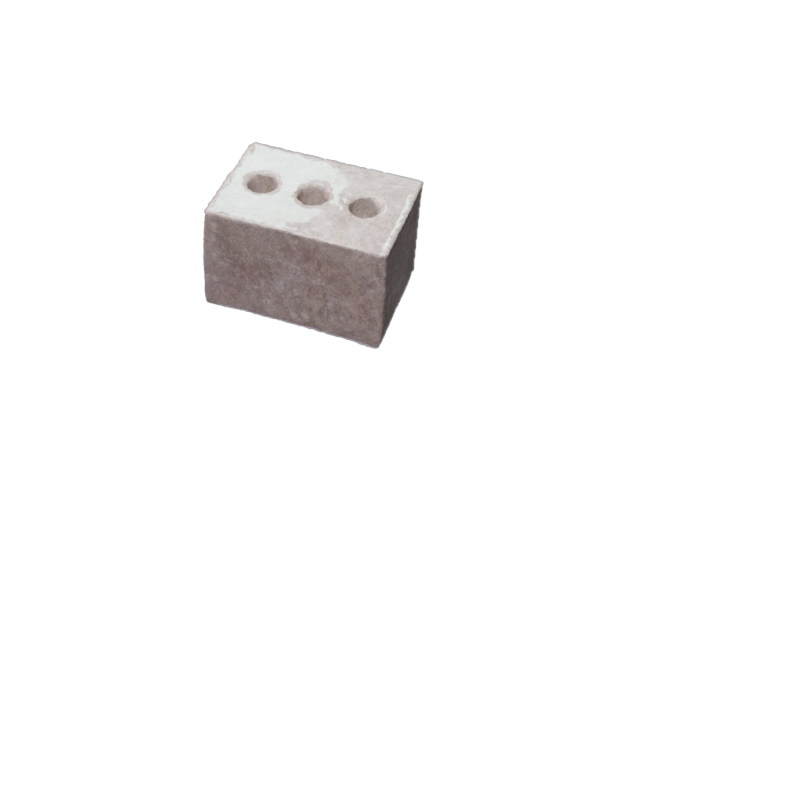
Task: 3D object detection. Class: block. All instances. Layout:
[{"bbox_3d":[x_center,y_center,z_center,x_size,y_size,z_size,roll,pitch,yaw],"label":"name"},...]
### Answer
[{"bbox_3d":[-0.036,-0.065,0.456,0.080,0.048,0.055,15,46,13],"label":"block"}]
